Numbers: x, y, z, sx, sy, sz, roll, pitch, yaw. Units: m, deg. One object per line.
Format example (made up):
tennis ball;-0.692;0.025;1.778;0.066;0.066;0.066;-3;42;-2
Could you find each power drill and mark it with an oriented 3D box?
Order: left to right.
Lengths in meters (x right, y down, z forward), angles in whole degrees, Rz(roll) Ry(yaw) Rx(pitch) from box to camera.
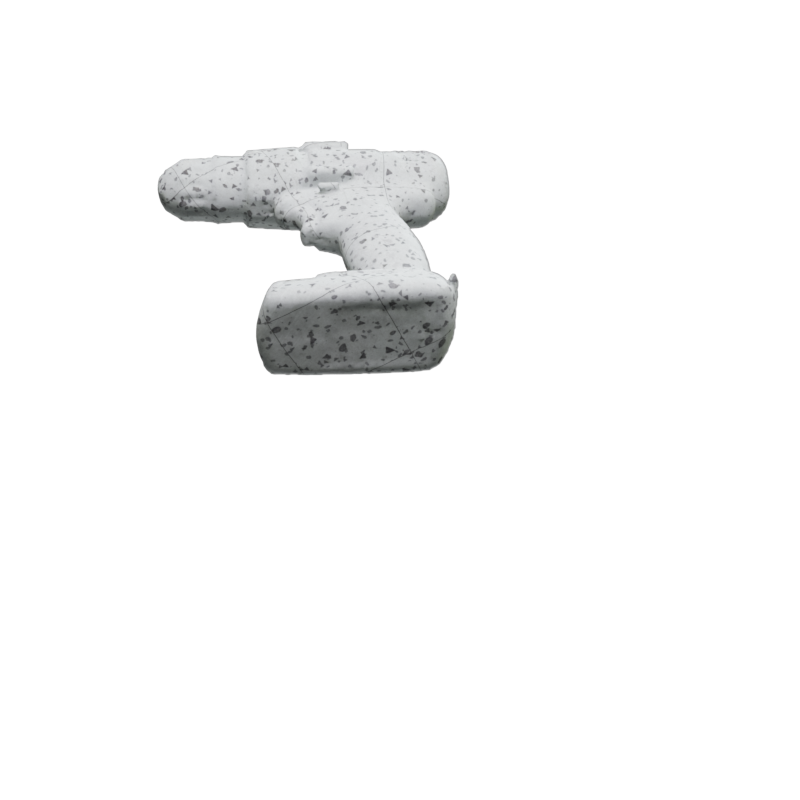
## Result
power drill;-0.051;-0.092;0.647;0.183;0.054;0.202;-4;38;-6
